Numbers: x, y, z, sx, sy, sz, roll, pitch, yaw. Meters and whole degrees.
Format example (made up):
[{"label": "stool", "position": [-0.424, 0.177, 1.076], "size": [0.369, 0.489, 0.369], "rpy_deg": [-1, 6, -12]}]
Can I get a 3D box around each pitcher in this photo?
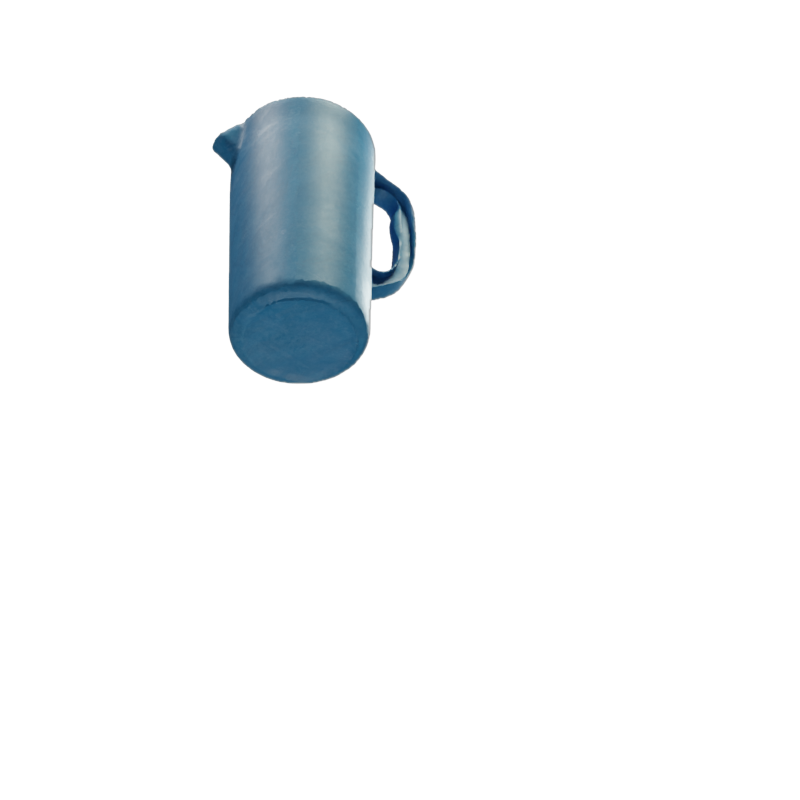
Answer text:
[{"label": "pitcher", "position": [-0.072, -0.132, 0.925], "size": [0.150, 0.261, 0.134], "rpy_deg": [-16, -47, 12]}]
